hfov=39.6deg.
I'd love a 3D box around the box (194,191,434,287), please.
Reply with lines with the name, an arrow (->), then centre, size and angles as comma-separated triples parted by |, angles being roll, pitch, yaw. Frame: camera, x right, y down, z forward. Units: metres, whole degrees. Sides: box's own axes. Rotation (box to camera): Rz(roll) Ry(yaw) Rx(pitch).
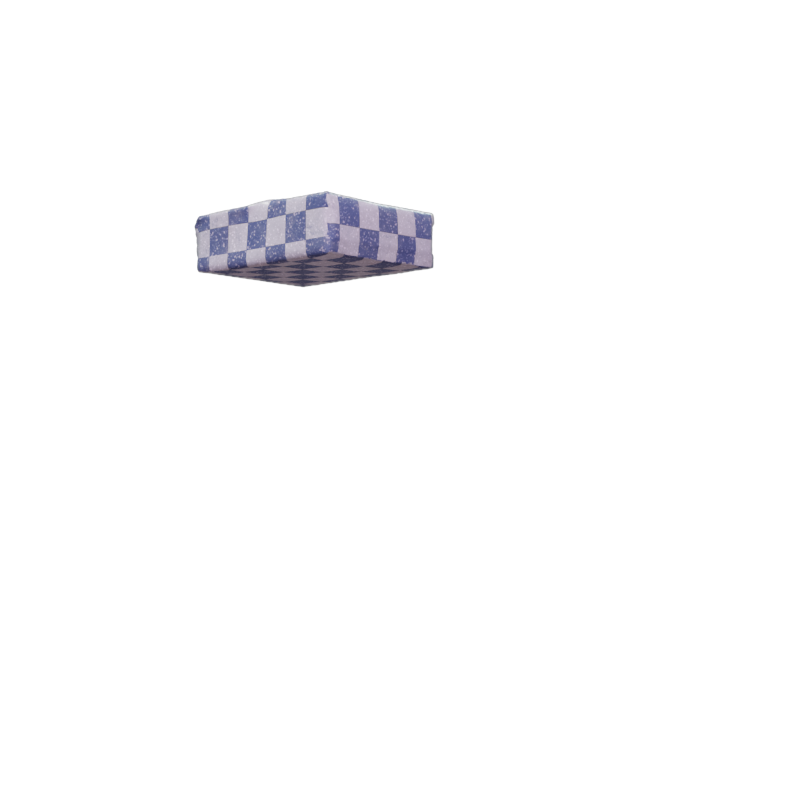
box -> -0.041, -0.074, 0.520 | 0.092, 0.031, 0.070 | -2, -3, 42
